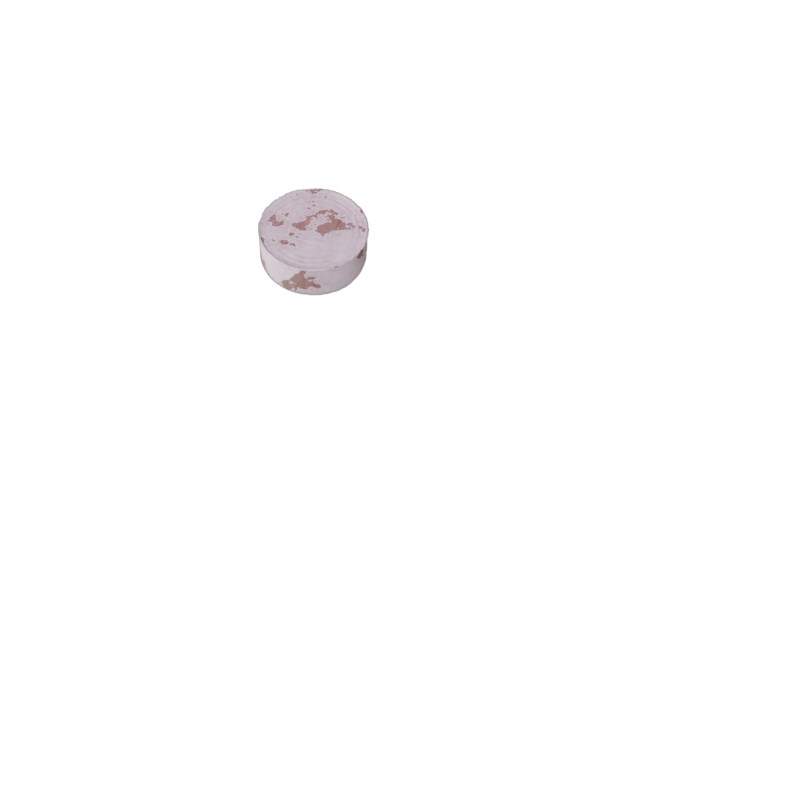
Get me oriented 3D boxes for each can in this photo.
[{"bbox_3d":[-0.068,-0.124,0.866,0.086,0.092,0.031,-1,-38,-1],"label":"can"}]
